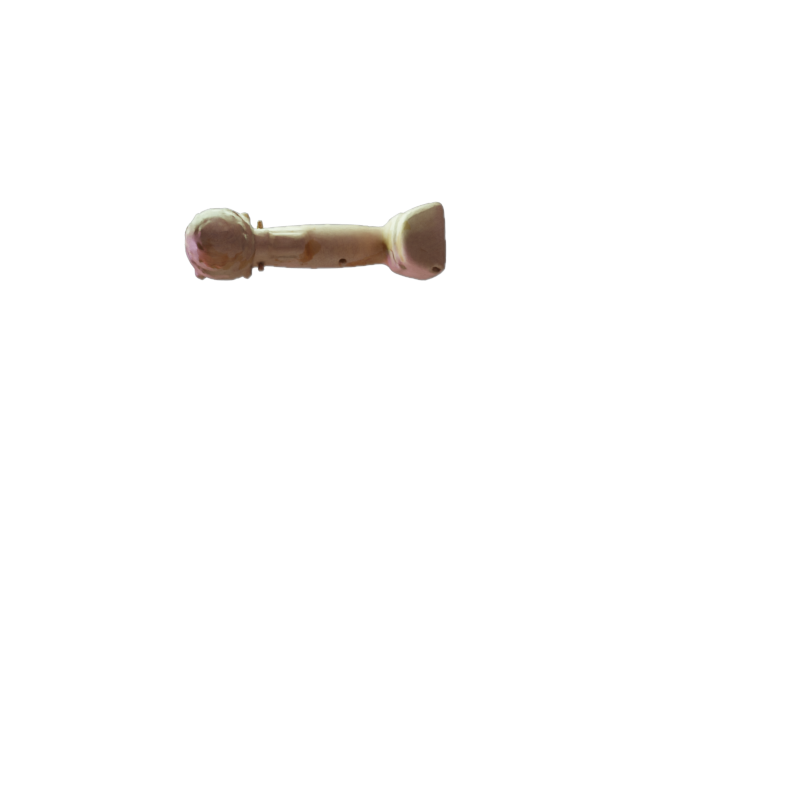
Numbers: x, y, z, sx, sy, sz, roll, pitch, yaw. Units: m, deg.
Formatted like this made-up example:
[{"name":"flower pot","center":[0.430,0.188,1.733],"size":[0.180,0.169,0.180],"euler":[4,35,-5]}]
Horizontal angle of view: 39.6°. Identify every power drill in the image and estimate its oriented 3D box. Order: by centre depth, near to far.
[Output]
[{"name":"power drill","center":[-0.064,-0.117,0.817],"size":[0.187,0.057,0.186],"euler":[0,5,-4]}]
